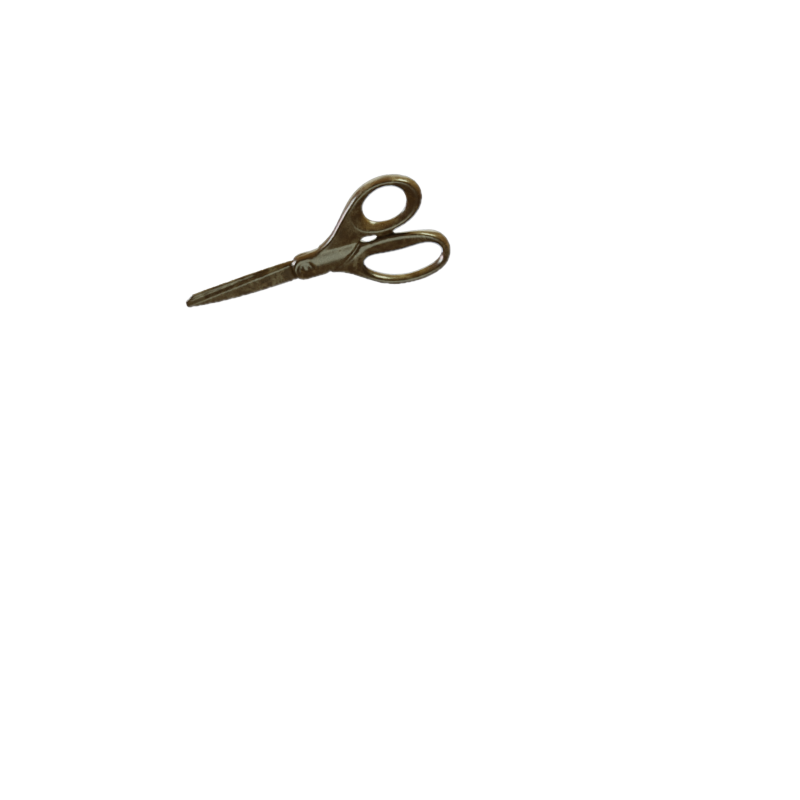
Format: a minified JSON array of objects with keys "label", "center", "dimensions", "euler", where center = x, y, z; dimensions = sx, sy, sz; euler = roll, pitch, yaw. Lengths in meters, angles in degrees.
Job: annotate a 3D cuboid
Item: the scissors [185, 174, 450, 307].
[{"label":"scissors","center":[-0.064,-0.117,0.819],"dimensions":[0.202,0.090,0.017],"euler":[-3,28,2]}]
